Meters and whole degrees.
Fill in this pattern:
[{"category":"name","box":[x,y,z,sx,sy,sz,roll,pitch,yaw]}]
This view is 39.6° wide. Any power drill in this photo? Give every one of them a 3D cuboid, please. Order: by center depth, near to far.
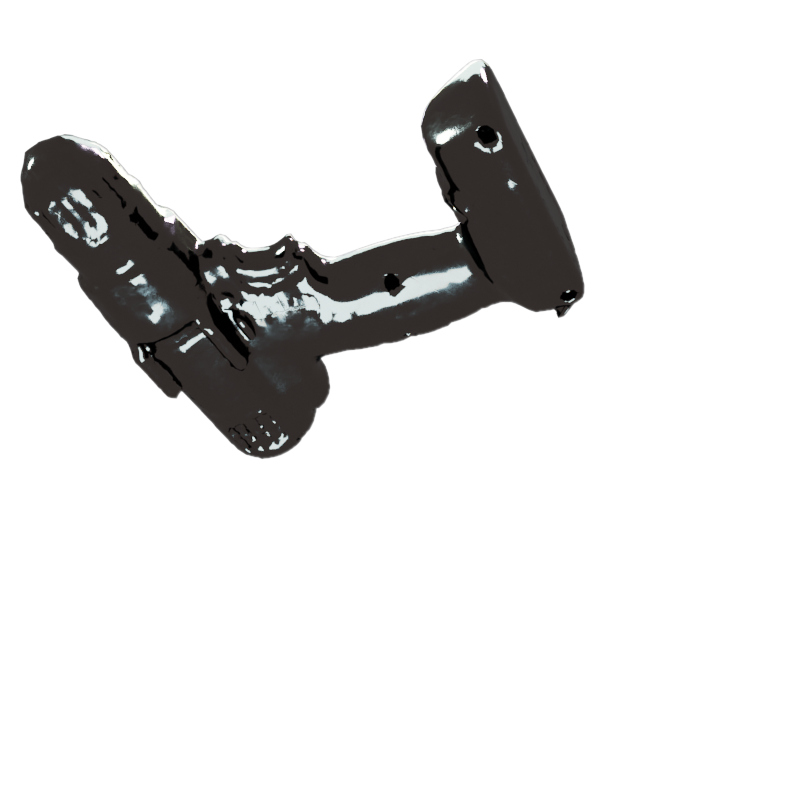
[{"category":"power drill","box":[-0.035,-0.065,0.452,0.189,0.062,0.171,-21,-48,19]}]
